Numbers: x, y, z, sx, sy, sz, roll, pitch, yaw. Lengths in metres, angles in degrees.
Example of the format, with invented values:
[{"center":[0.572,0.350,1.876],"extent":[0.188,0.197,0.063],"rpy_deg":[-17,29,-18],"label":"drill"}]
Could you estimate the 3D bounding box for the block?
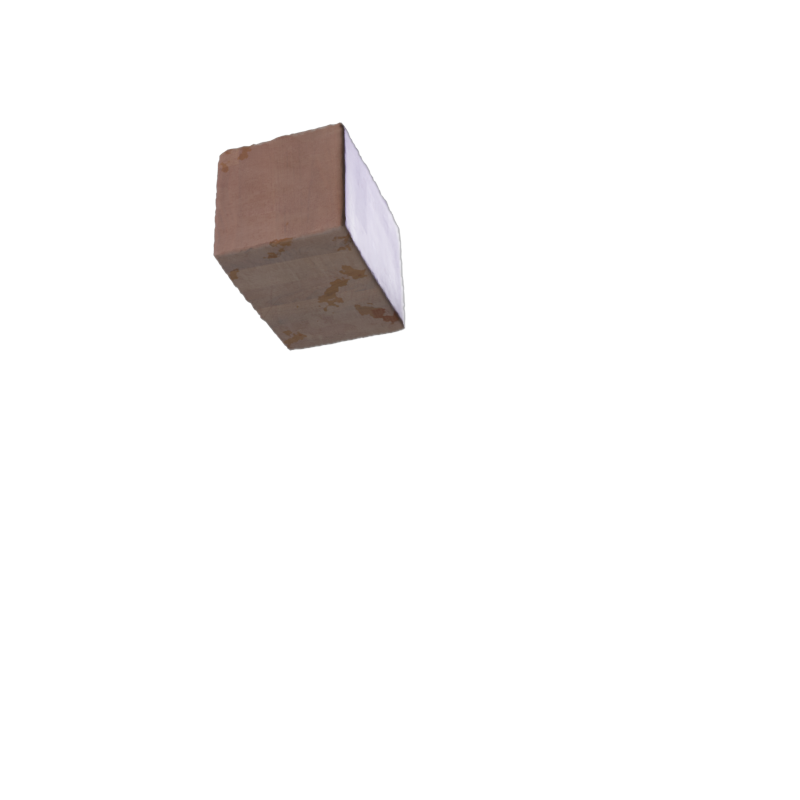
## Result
[{"center":[-0.034,-0.063,0.438],"extent":[0.053,0.055,0.072],"rpy_deg":[-11,-32,15],"label":"block"}]
